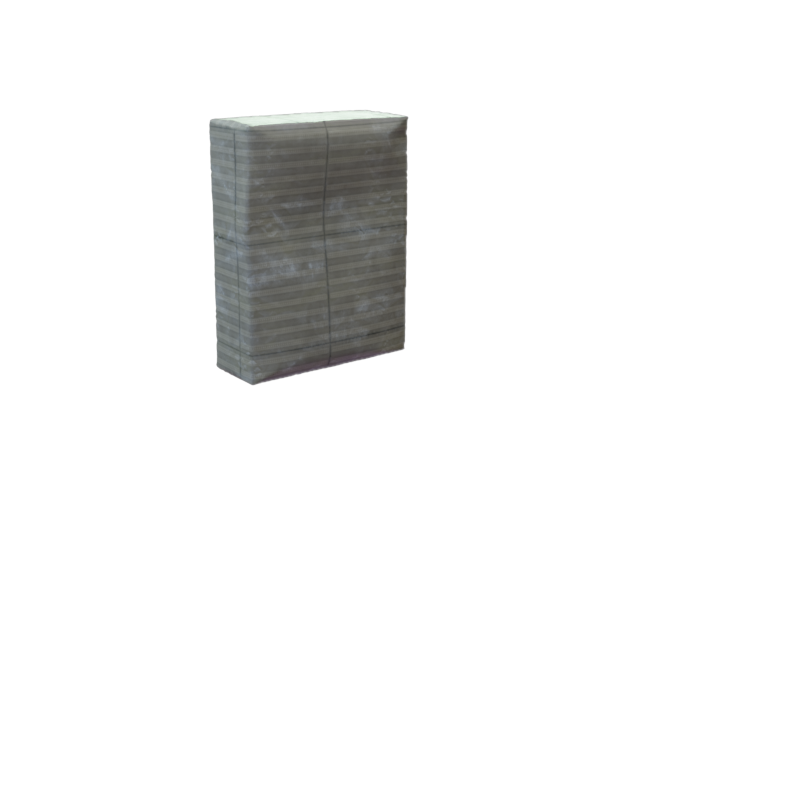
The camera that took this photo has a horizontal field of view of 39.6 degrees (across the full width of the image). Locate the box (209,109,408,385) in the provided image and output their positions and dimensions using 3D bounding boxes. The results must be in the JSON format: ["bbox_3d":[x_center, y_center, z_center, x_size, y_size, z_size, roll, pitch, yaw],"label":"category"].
[{"bbox_3d":[-0.074,-0.135,0.944,0.160,0.207,0.076,-10,17,-35],"label":"box"}]
